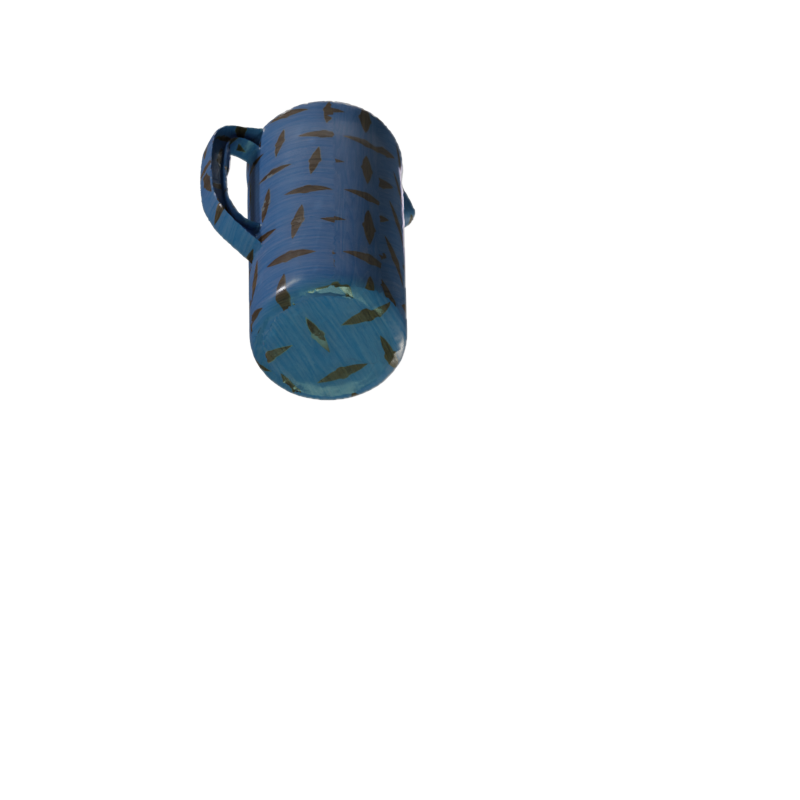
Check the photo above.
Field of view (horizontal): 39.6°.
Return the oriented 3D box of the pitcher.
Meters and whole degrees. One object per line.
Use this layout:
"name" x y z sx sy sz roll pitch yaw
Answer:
"pitcher" -0.066 -0.120 0.843 0.150 0.134 0.260 -14 38 7
